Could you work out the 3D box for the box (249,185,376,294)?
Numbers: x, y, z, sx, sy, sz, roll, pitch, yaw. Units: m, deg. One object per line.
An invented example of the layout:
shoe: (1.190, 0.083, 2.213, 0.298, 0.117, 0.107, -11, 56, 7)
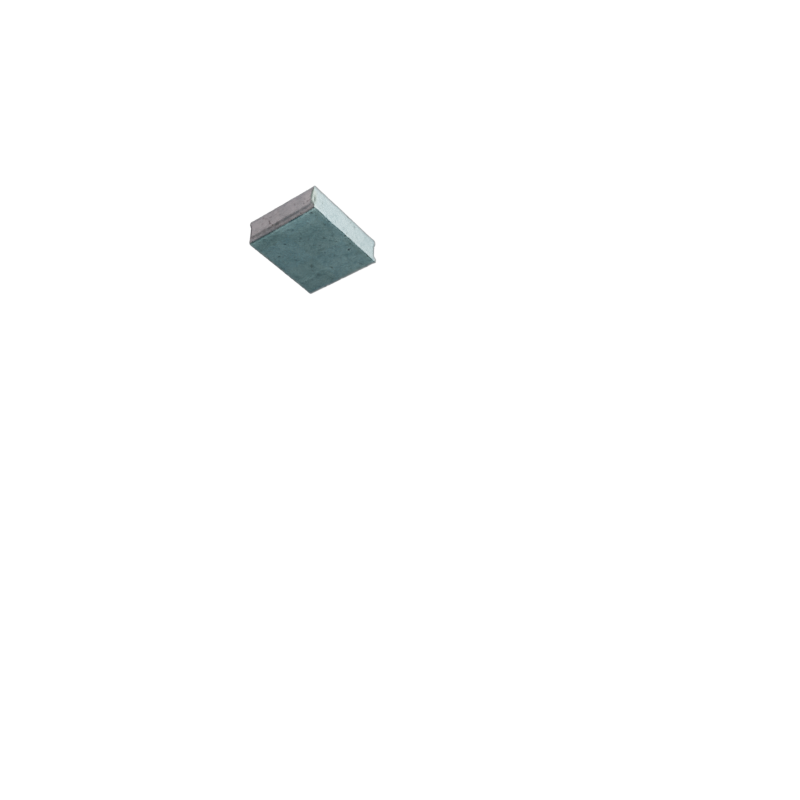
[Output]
box: (-0.075, -0.137, 0.963, 0.073, 0.032, 0.083, -26, -45, 28)
